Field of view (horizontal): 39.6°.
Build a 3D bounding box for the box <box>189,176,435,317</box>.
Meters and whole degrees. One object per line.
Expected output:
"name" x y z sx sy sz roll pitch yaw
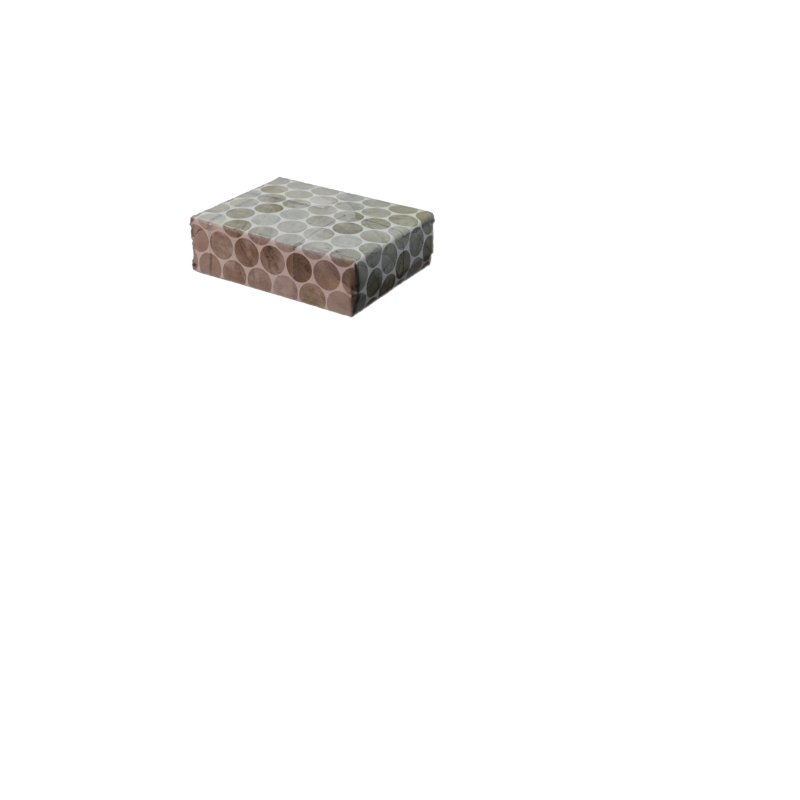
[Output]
"box" -0.050 -0.091 0.637 0.119 0.037 0.090 15 30 28
